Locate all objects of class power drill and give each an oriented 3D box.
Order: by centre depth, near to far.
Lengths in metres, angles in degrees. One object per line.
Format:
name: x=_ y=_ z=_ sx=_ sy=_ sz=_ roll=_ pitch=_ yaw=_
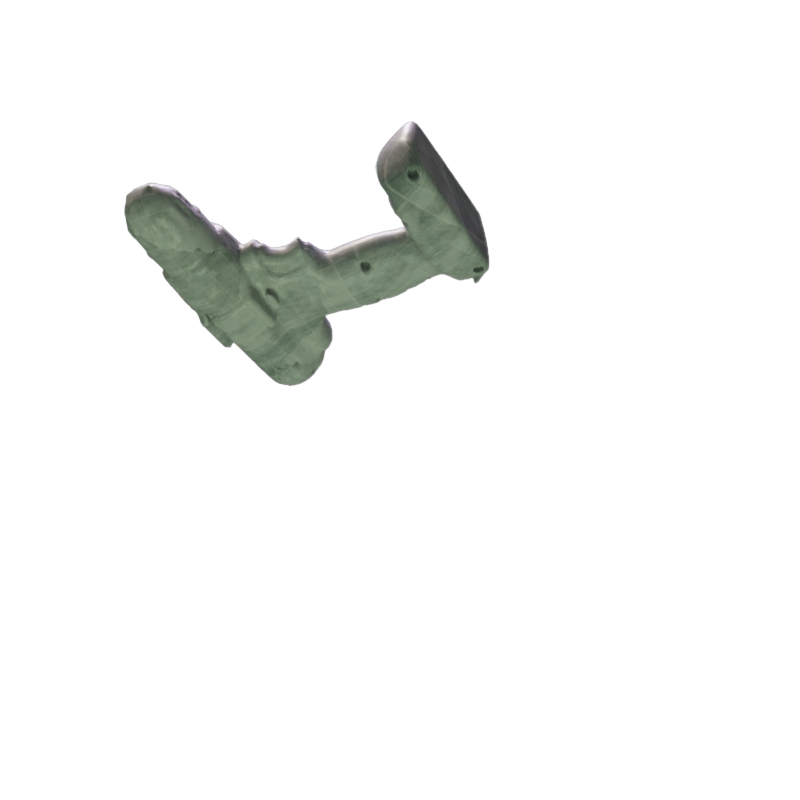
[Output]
power drill: x=-0.054 y=-0.099 z=0.694 sx=0.188 sy=0.062 sz=0.171 roll=-23 pitch=-47 yaw=22
